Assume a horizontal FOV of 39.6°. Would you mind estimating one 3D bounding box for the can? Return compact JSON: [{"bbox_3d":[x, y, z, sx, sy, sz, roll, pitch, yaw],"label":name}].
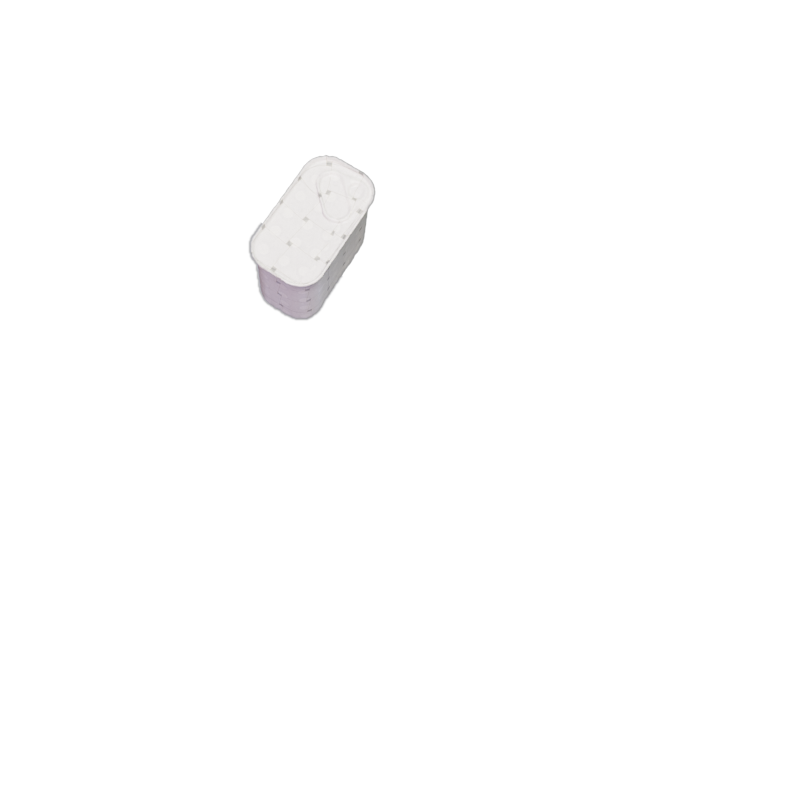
[{"bbox_3d":[-0.064,-0.118,0.823,0.059,0.104,0.080,30,-18,7],"label":"can"}]
